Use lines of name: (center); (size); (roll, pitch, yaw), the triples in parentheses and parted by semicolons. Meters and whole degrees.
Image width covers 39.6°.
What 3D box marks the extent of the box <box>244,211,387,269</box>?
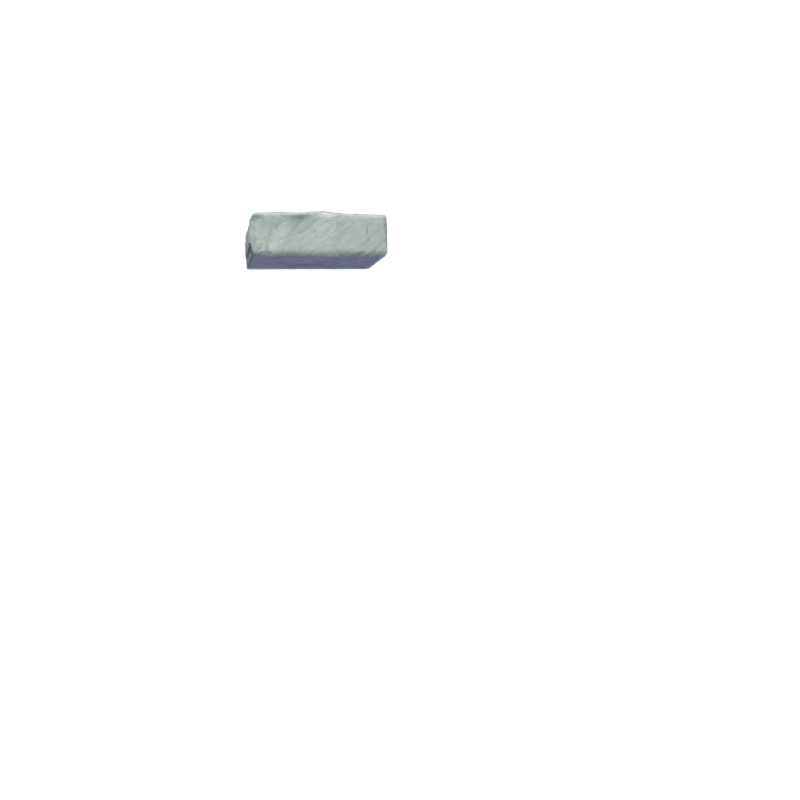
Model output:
box: (-0.058, -0.105, 0.739); (0.088, 0.031, 0.073); (0, -2, -7)
